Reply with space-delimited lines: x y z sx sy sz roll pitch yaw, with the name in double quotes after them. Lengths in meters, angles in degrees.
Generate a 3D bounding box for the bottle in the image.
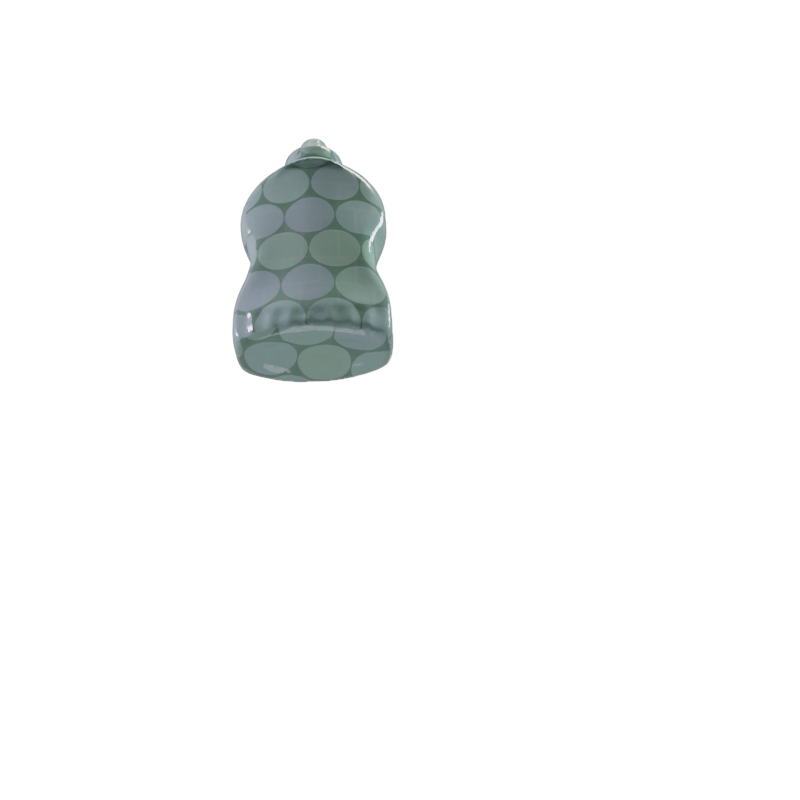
-0.057 -0.103 0.725 0.096 0.206 0.054 -5 -41 3 "bottle"
